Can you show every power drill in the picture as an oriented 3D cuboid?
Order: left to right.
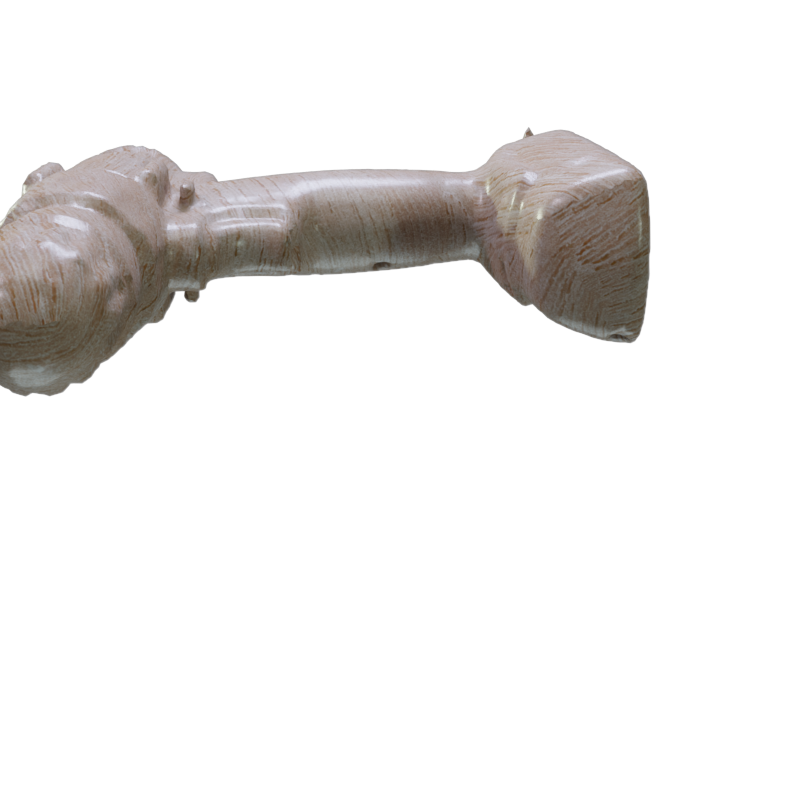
[{"bbox_3d":[-0.027,-0.048,0.340,0.187,0.055,0.192,-1,21,-2],"label":"power drill"}]
